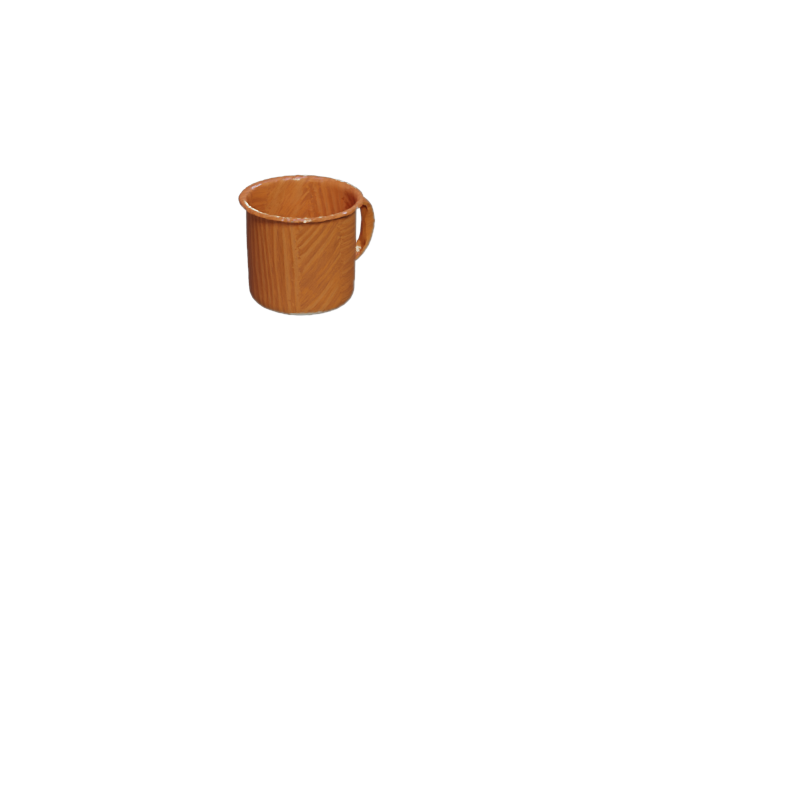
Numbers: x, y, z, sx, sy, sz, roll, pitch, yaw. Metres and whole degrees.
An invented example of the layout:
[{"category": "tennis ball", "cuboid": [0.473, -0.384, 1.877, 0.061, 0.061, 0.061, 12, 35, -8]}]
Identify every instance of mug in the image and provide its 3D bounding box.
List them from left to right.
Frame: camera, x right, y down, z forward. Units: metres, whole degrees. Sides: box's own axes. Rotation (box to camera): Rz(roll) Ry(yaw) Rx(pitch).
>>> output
[{"category": "mug", "cuboid": [-0.066, -0.121, 0.844, 0.116, 0.077, 0.099, -25, 37, -38]}]
